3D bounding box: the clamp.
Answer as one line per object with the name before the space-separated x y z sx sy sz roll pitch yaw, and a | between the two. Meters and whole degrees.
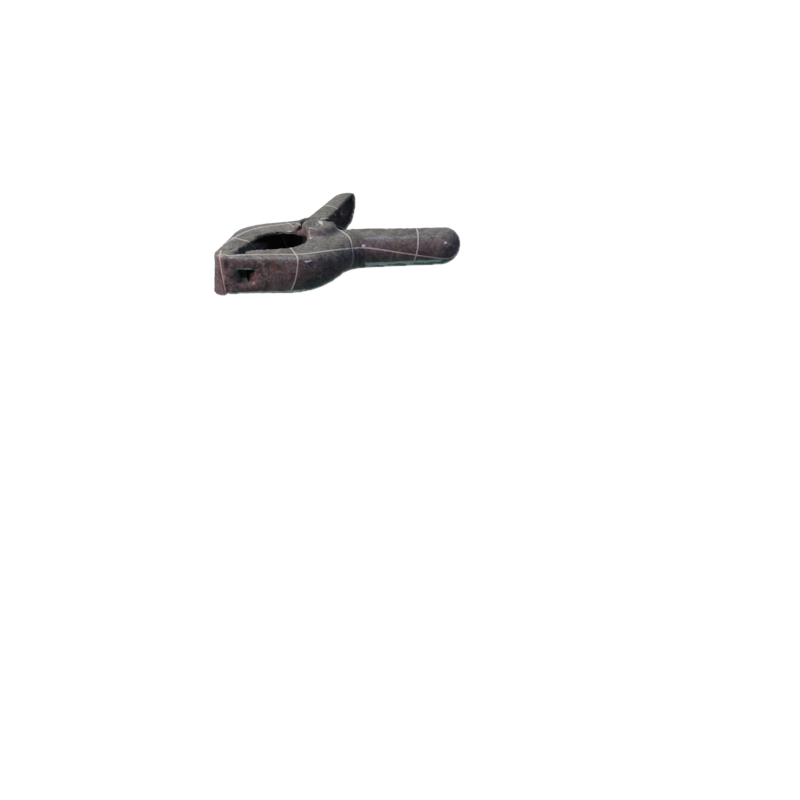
clamp | -0.059 -0.108 0.755 0.168 0.038 0.128 -13 24 -31
